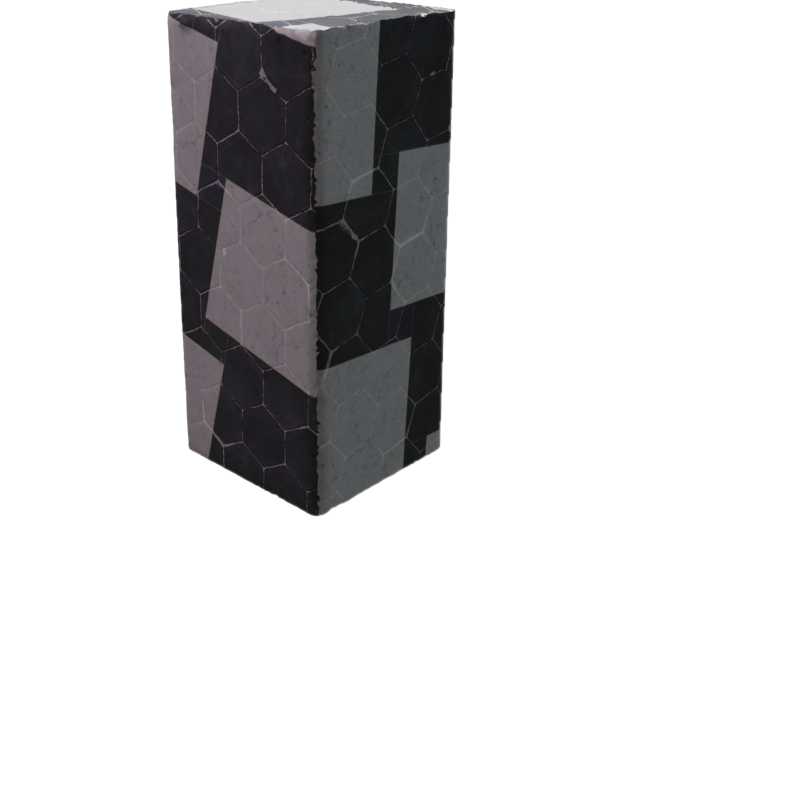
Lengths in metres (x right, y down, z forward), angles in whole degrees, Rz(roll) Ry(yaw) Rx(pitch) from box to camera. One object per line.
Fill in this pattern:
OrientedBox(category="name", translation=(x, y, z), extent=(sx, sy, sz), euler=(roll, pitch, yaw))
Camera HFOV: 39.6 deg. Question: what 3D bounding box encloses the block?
OrientedBox(category="block", translation=(-0.039, -0.071, 0.496), extent=(0.096, 0.197, 0.089), euler=(19, 27, 38))
